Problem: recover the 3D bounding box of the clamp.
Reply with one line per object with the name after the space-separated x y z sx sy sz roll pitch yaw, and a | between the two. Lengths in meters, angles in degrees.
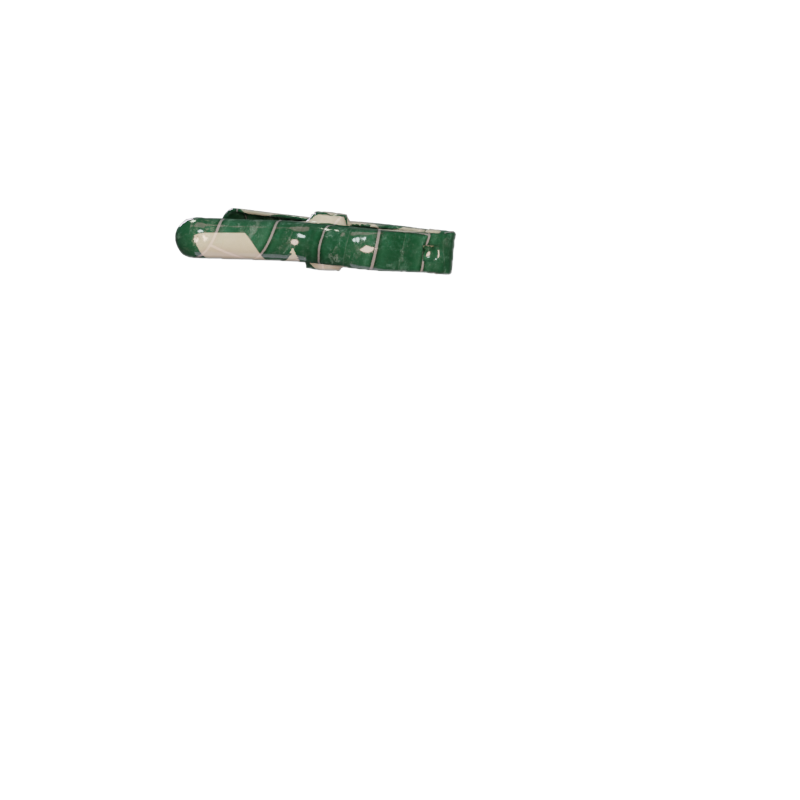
-0.055 -0.100 0.702 0.176 0.038 0.121 6 19 17 | clamp
